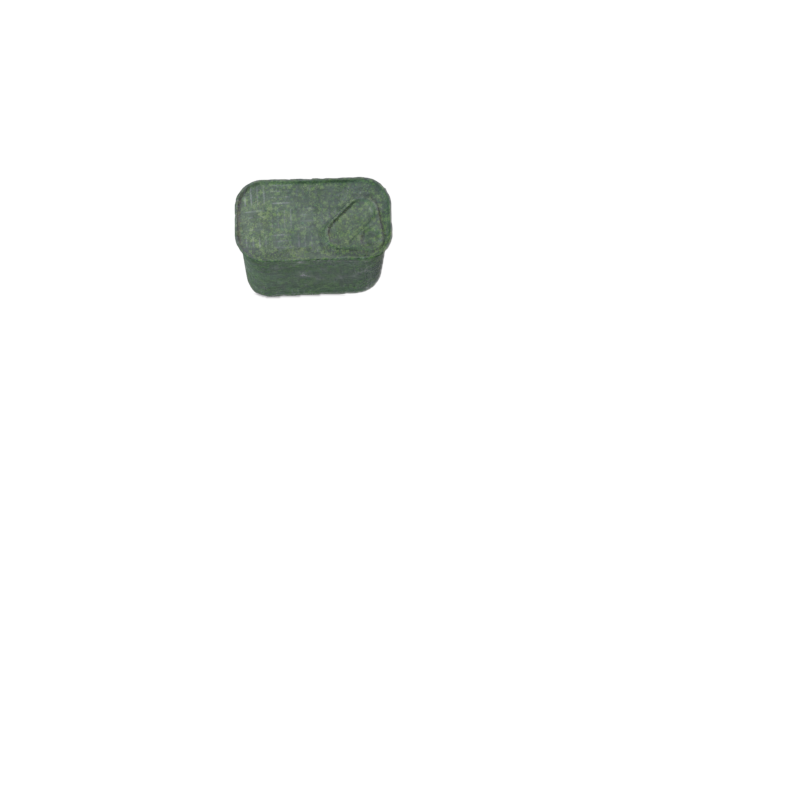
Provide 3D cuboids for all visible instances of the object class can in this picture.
[{"bbox_3d":[-0.059,-0.108,0.753,0.102,0.060,0.080,-2,-16,-2],"label":"can"}]
